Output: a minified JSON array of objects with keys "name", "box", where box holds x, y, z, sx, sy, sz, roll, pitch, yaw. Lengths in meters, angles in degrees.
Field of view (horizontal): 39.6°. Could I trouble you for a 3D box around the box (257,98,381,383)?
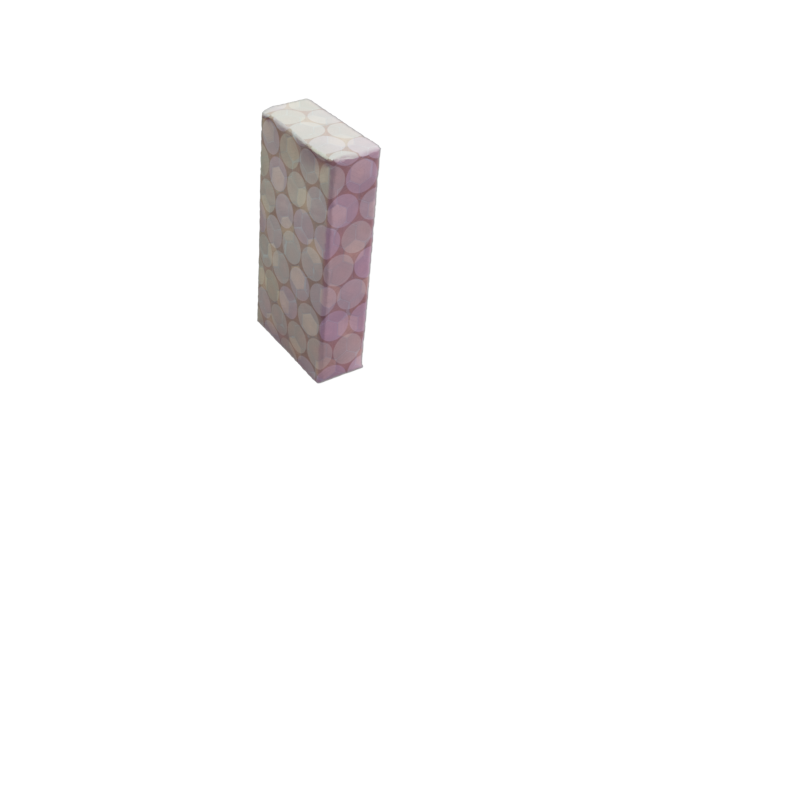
[{"name":"box","box":[-0.061,-0.110,0.770,0.047,0.165,0.101,-18,39,-28]}]
